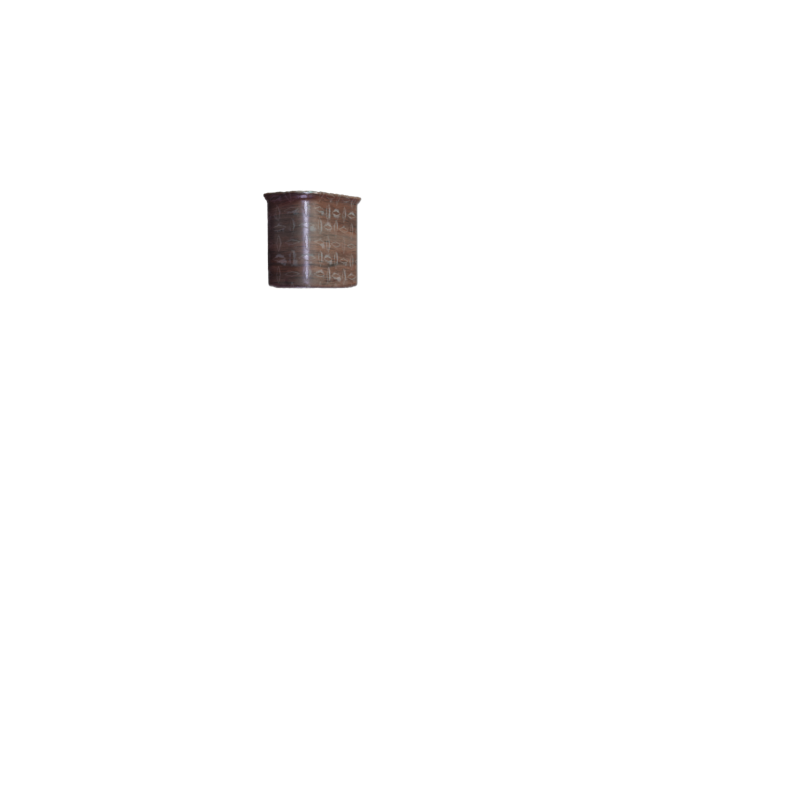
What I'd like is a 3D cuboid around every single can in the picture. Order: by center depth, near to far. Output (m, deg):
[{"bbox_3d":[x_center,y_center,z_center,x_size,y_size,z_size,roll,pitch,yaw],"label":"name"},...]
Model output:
[{"bbox_3d":[-0.078,-0.142,0.996,0.059,0.084,0.099,0,2,29],"label":"can"}]
